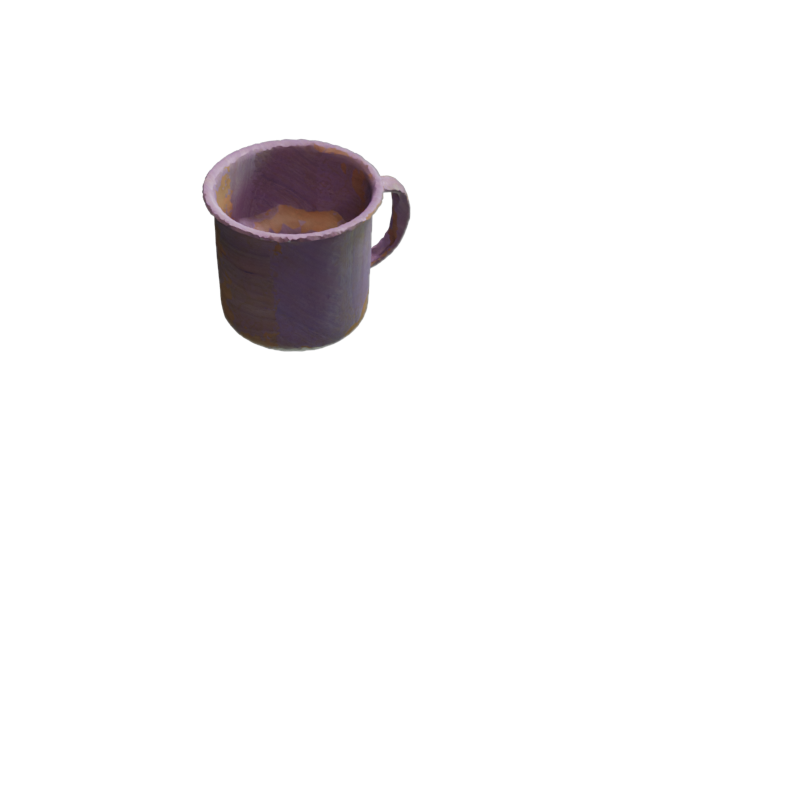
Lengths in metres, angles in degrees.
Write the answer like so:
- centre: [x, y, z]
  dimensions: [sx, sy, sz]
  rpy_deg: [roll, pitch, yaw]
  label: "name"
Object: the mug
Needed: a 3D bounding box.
- centre: [-0.047, -0.085, 0.595]
  dimensions: [0.116, 0.076, 0.101]
  rpy_deg: [-22, 46, -25]
  label: "mug"
